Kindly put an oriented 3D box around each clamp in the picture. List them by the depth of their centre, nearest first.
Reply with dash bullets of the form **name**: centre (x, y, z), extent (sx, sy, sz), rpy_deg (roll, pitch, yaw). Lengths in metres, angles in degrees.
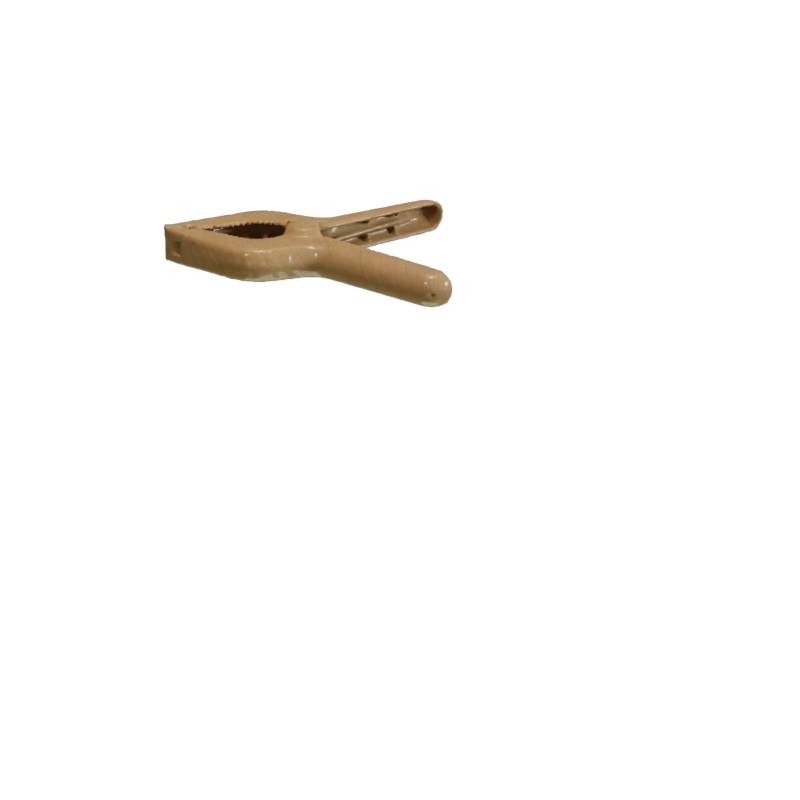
- **clamp**: centre (-0.063, -0.114, 0.800), extent (0.213, 0.035, 0.171), rpy_deg (4, 26, 8)
